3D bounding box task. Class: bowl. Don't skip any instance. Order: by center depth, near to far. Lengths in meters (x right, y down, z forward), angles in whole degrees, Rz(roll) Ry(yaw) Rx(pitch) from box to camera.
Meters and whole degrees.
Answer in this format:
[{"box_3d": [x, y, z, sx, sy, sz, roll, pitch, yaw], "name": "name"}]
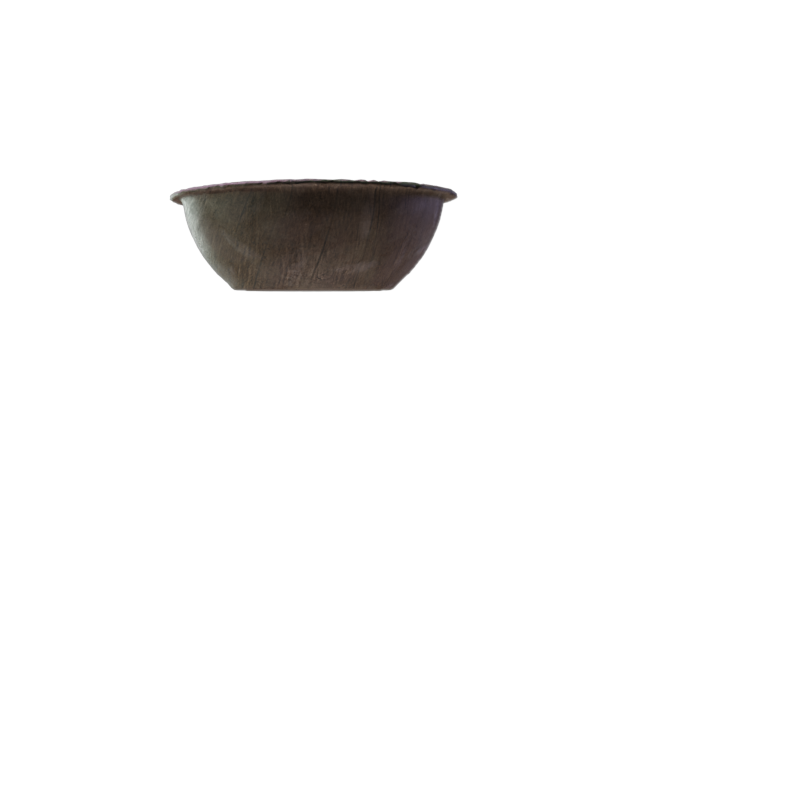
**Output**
[{"box_3d": [-0.049, -0.090, 0.627, 0.162, 0.055, 0.162, 0, 4, -2], "name": "bowl"}]
